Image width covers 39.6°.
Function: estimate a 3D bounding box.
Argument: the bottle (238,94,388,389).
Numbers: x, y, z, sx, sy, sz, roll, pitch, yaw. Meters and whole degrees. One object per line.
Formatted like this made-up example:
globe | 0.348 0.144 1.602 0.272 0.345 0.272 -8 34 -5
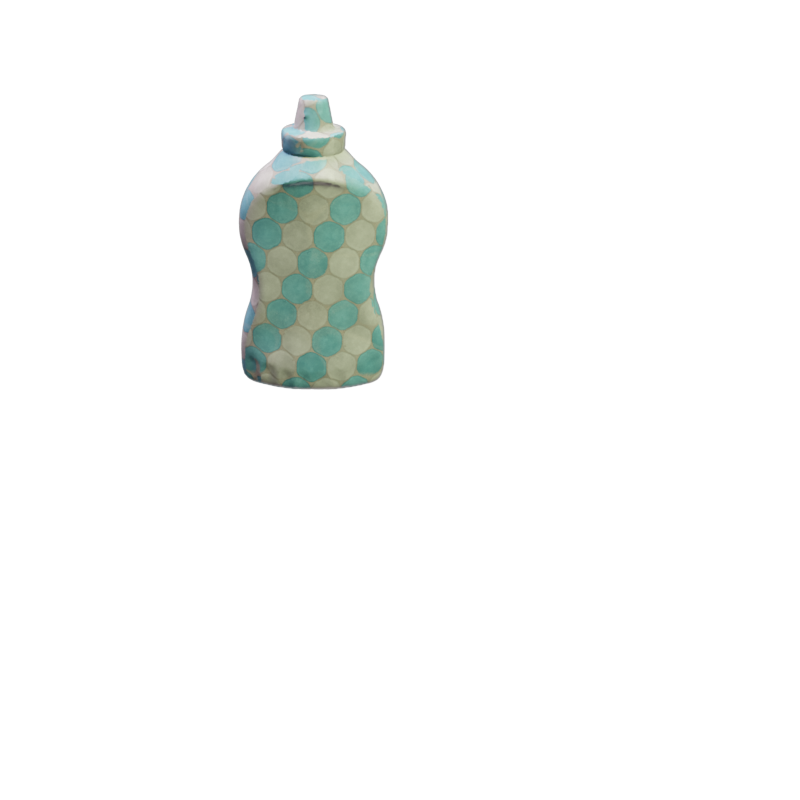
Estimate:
bottle | -0.056 -0.103 0.722 0.096 0.182 0.061 2 23 1
